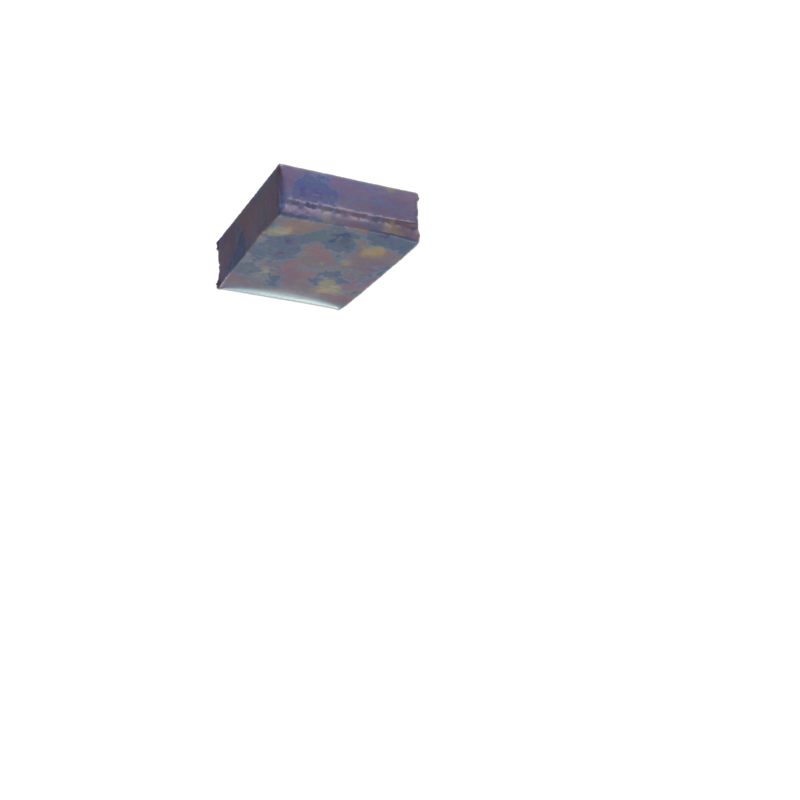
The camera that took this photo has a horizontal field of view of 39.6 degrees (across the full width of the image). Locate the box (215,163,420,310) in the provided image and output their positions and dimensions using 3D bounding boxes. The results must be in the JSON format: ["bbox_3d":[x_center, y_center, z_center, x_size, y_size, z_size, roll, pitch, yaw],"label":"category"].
[{"bbox_3d":[-0.053,-0.096,0.673,0.087,0.041,0.111,10,-25,-24],"label":"box"}]
